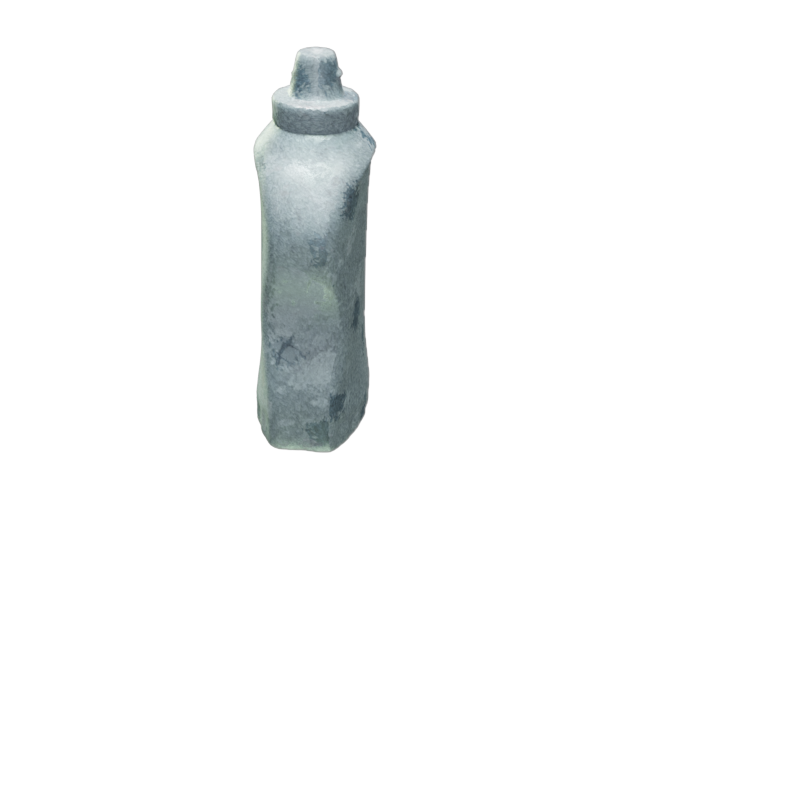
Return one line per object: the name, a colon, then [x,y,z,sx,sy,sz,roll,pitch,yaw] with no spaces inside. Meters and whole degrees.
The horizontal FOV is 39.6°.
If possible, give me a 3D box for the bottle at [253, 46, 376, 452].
bottle: [-0.042,-0.078,0.545,0.059,0.181,0.101,4,28,5]
